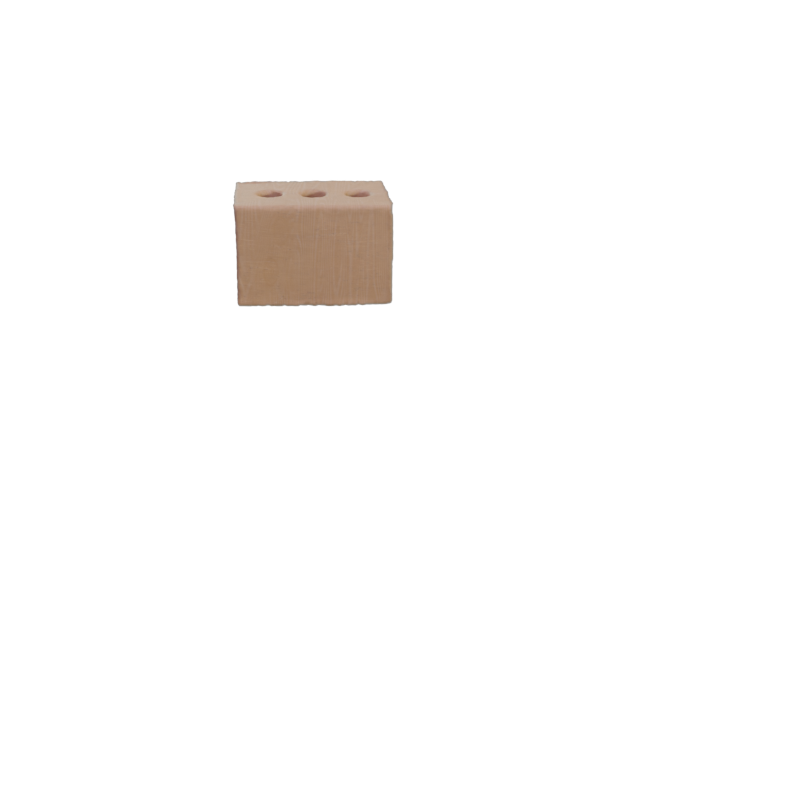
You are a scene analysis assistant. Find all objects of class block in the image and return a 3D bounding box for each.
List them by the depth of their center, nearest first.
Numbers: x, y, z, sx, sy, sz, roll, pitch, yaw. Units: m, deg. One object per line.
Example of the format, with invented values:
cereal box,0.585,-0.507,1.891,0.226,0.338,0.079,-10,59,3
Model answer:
block,-0.043,-0.079,0.553,0.078,0.049,0.055,-1,20,-4
